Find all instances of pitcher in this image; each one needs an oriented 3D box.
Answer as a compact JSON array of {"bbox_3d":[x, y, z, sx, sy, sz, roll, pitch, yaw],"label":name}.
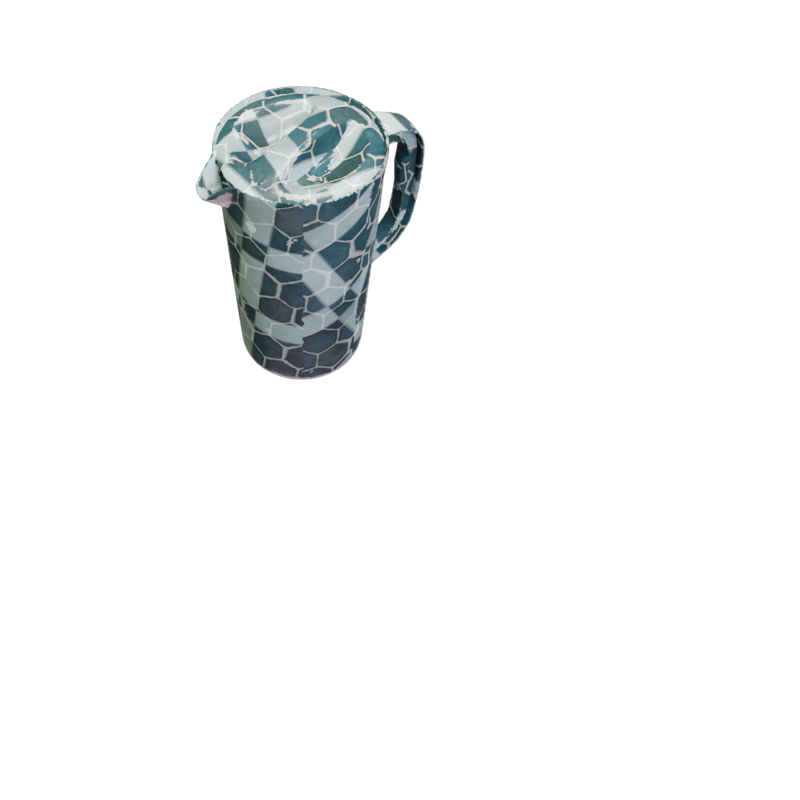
[{"bbox_3d":[-0.072,-0.131,0.915,0.152,0.152,0.227,15,-37,8],"label":"pitcher"}]
